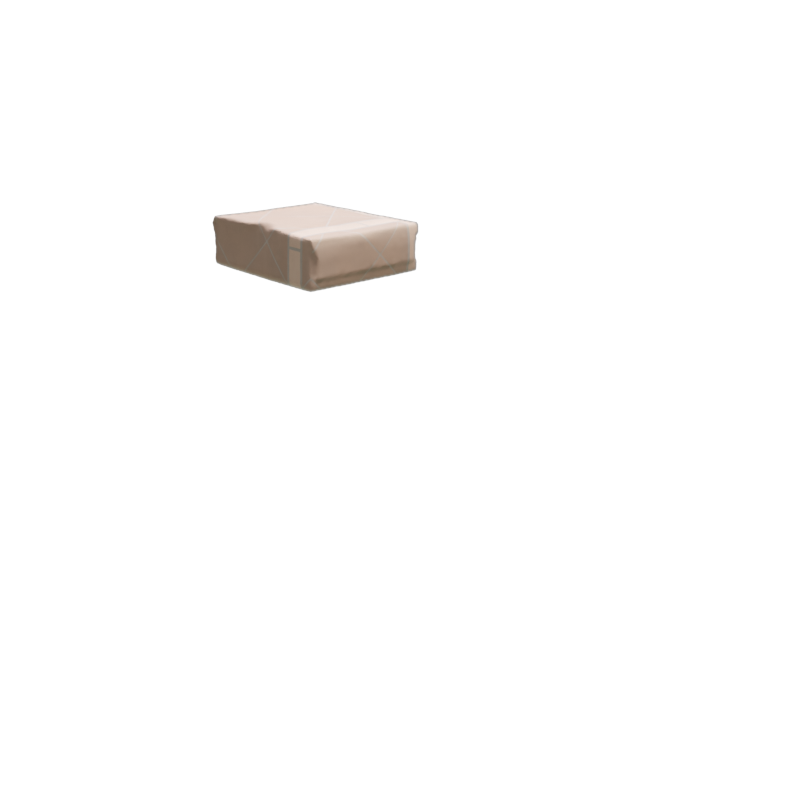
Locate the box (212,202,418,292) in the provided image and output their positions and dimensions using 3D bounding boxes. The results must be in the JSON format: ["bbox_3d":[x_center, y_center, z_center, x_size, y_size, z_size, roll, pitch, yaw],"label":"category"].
[{"bbox_3d":[-0.047,-0.085,0.598,0.071,0.029,0.095,-15,24,-38],"label":"box"}]
